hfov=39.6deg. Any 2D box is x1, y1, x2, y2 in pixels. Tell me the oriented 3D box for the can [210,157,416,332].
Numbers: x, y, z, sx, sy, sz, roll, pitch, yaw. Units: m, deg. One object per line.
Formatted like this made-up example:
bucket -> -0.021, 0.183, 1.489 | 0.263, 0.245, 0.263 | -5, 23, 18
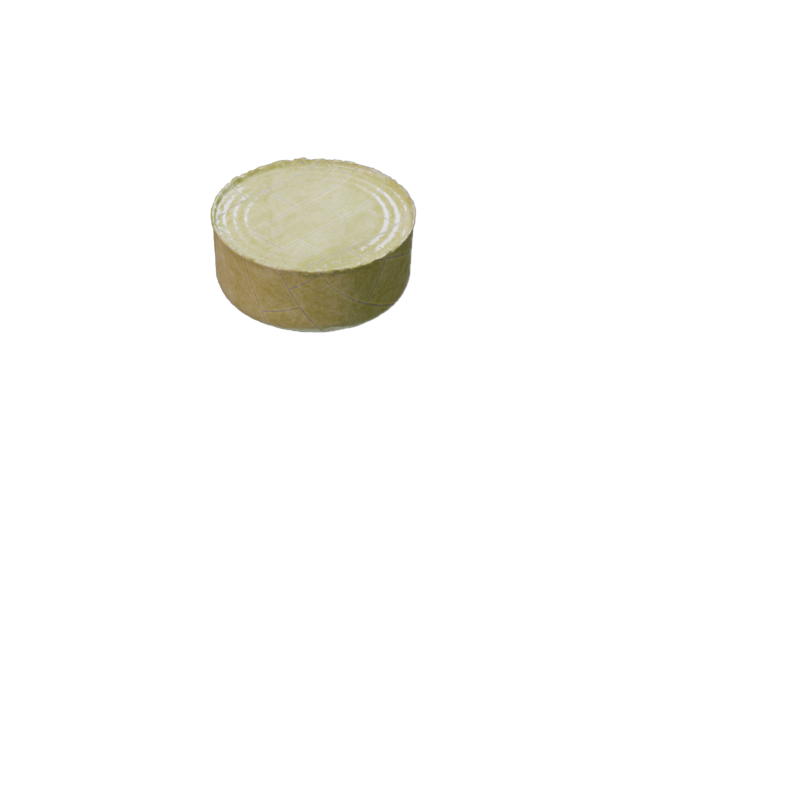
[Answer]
can -> -0.037, -0.067, 0.472 | 0.086, 0.031, 0.092 | -1, 40, -2
